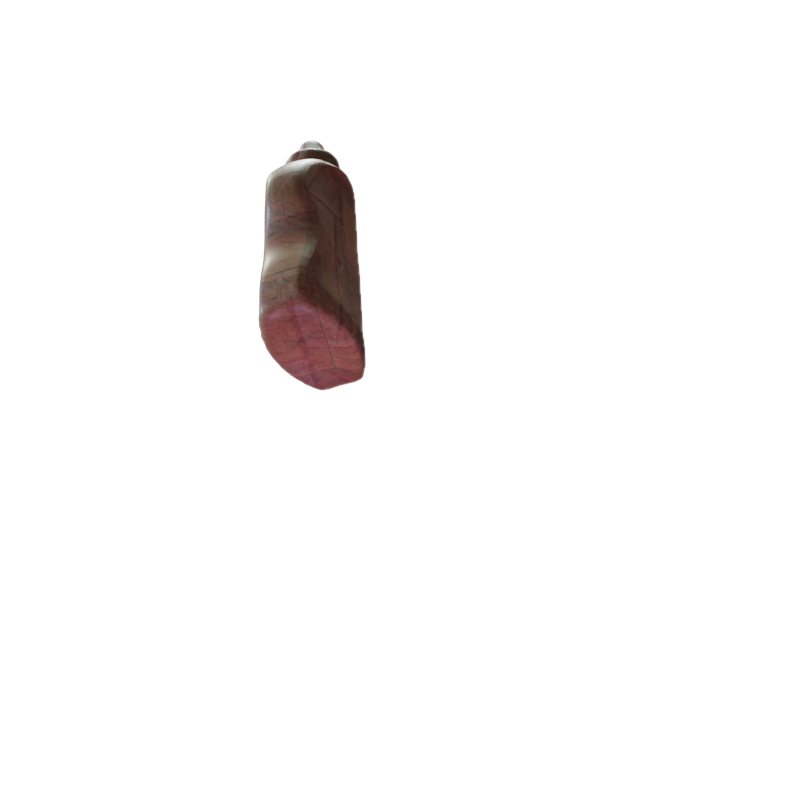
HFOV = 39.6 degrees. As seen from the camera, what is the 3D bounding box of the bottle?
[{"bbox_3d":[-0.061,-0.110,0.769,0.059,0.206,0.089,-19,-41,18],"label":"bottle"}]
